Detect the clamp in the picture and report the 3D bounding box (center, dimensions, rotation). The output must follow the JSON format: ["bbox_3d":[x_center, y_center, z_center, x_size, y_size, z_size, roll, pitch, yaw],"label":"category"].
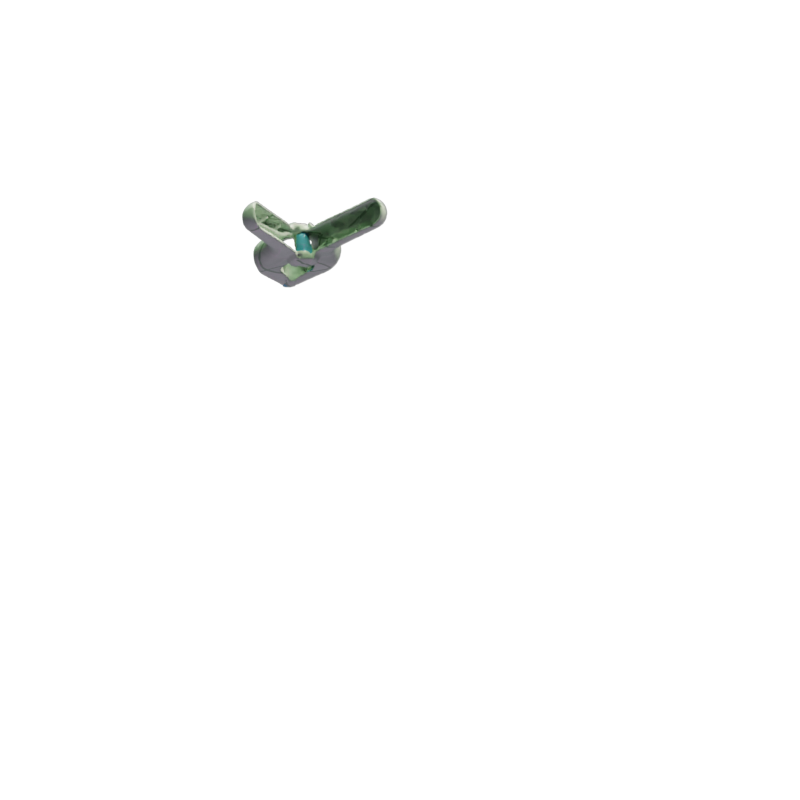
[{"bbox_3d":[-0.077,-0.140,0.977,0.120,0.040,0.167,1,-10,-4],"label":"clamp"}]
